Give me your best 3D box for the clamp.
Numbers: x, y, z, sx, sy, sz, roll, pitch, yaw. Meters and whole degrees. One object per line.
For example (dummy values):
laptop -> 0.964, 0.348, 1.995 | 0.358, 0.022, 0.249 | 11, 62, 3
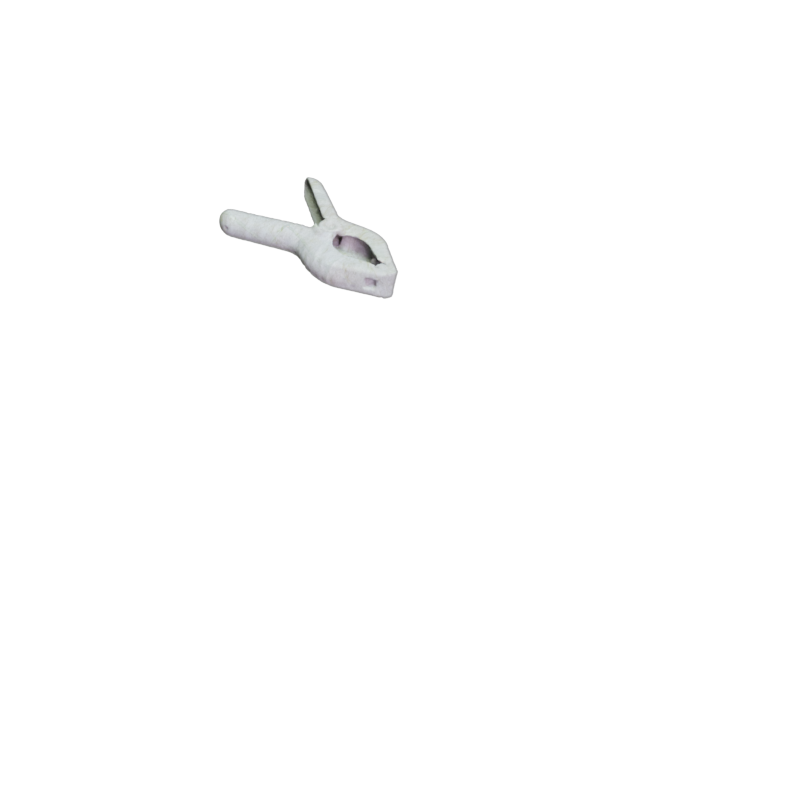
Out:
clamp -> -0.078, -0.142, 0.991 | 0.119, 0.037, 0.185 | -25, 47, -27
